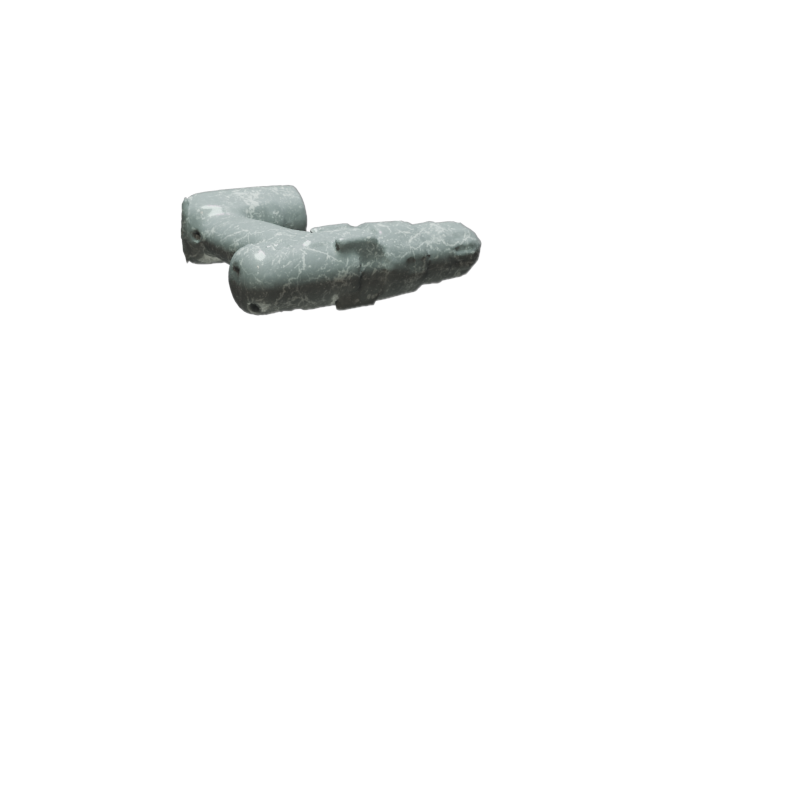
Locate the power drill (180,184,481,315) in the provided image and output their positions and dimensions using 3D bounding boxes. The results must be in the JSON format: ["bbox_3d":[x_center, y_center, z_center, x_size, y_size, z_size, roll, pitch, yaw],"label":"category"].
[{"bbox_3d":[-0.062,-0.113,0.792,0.180,0.055,0.199,-11,21,-29],"label":"power drill"}]
